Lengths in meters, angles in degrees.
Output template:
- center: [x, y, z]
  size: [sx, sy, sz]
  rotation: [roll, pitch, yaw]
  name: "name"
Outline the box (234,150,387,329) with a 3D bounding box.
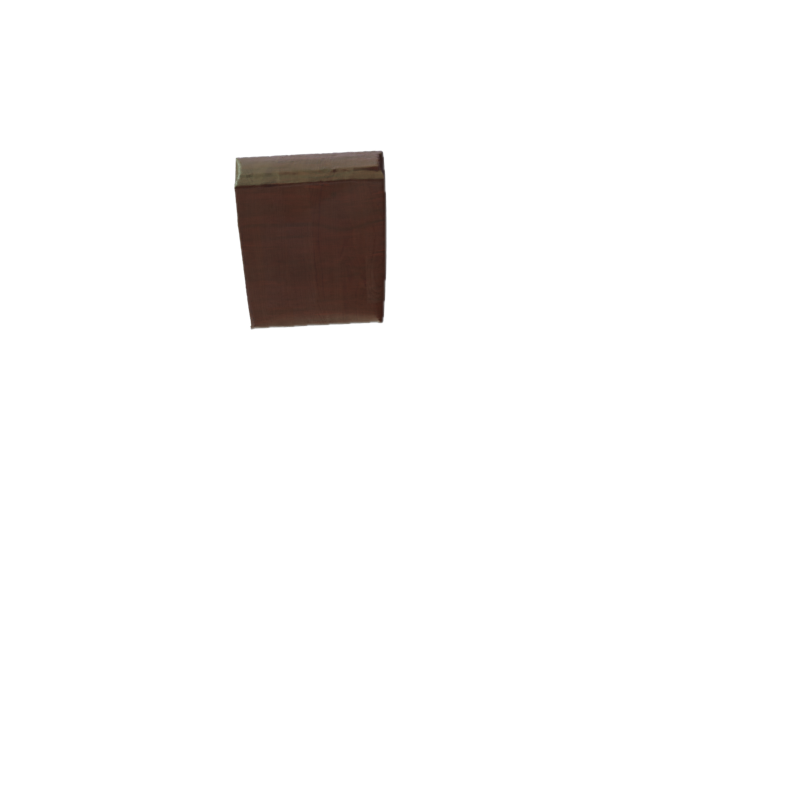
- center: [-0.053, -0.098, 0.685]
  size: [0.090, 0.106, 0.042]
  rotation: [-1, 37, 0]
  name: "box"
